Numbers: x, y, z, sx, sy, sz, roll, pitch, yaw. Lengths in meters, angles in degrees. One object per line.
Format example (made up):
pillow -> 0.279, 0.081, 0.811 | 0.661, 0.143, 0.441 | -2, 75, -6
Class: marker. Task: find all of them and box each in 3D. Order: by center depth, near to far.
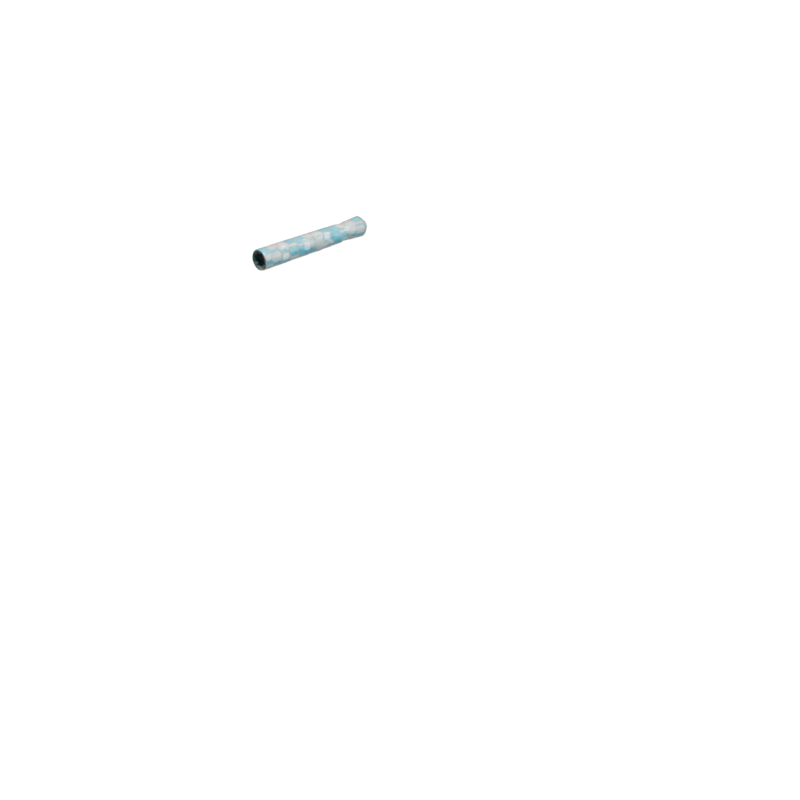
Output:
marker -> -0.075, -0.137, 0.956 | 0.120, 0.019, 0.021 | -26, 20, -38
